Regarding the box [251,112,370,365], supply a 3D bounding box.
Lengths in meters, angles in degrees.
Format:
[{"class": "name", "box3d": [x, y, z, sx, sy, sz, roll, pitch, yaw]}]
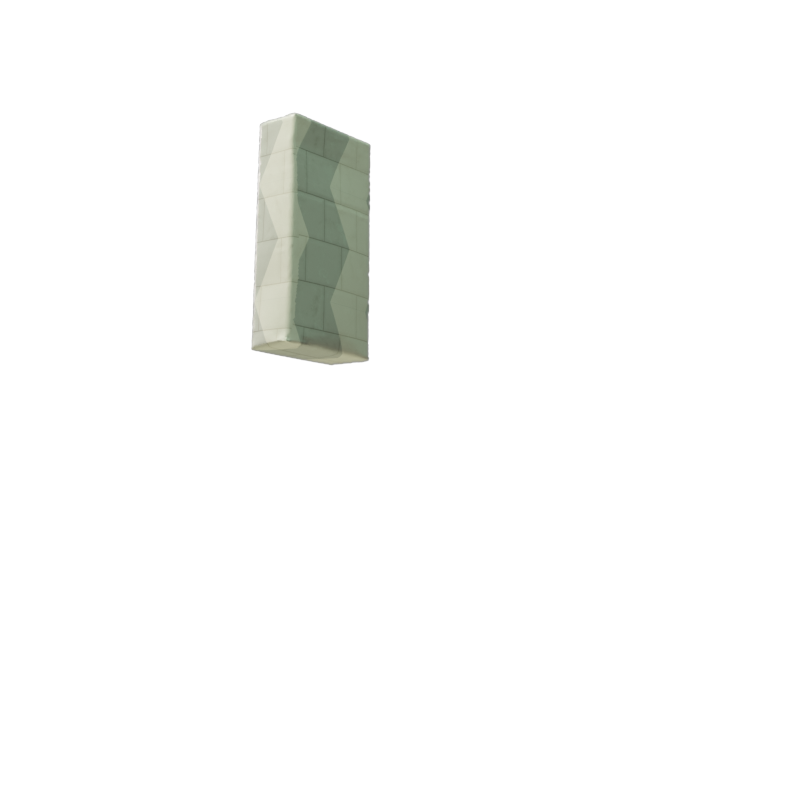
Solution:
[{"class": "box", "box3d": [-0.066, -0.121, 0.845, 0.049, 0.183, 0.088, -14, -19, 38]}]
